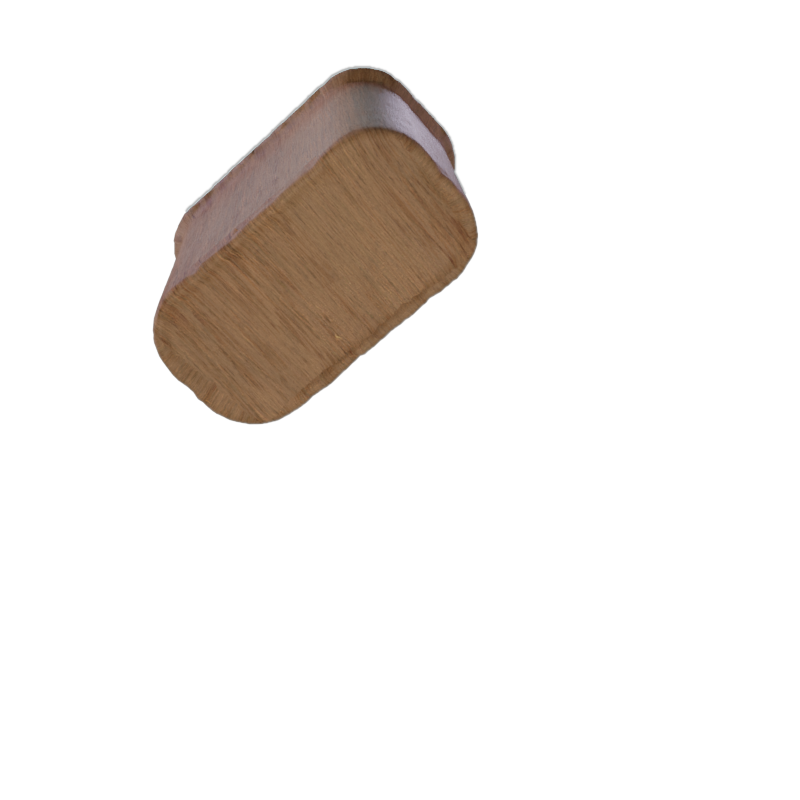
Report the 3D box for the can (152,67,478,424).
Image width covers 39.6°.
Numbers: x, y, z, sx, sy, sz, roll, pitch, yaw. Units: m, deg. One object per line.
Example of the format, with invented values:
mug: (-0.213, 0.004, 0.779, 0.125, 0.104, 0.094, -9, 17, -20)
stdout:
can: (-0.027, -0.049, 0.346, 0.101, 0.055, 0.088, -40, 20, 13)
